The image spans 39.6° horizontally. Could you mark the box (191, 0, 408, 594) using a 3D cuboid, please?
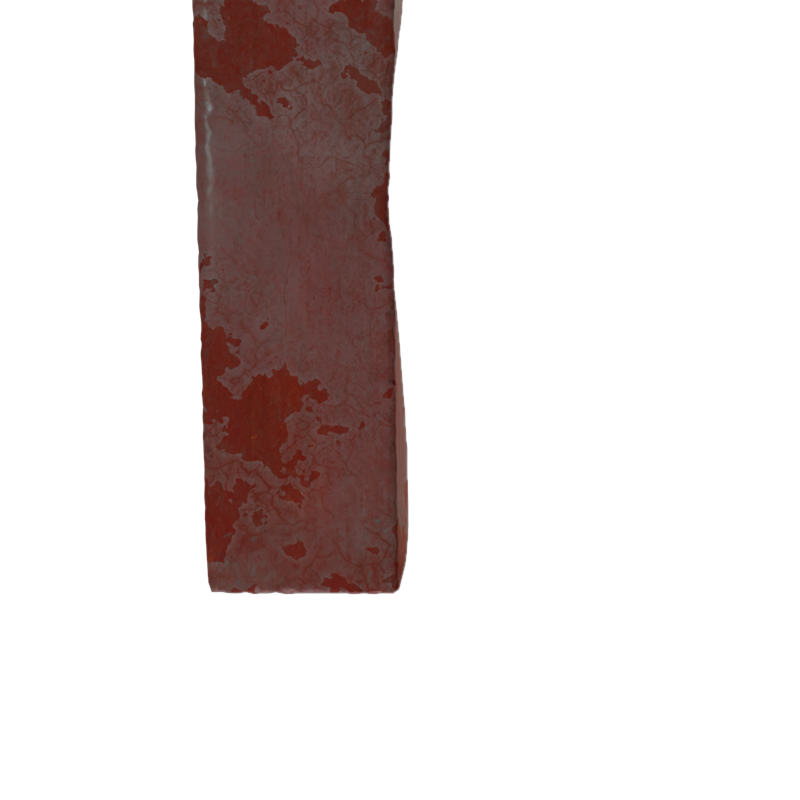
[{"bbox_3d":[-0.033,-0.060,0.423,0.072,0.210,0.167,0,9,-2],"label":"box"}]
